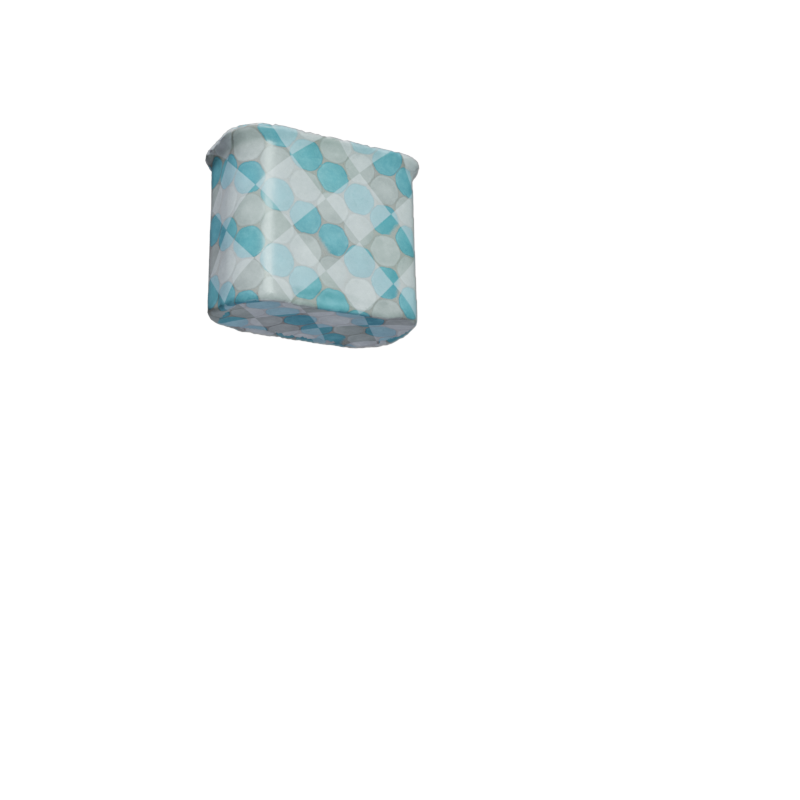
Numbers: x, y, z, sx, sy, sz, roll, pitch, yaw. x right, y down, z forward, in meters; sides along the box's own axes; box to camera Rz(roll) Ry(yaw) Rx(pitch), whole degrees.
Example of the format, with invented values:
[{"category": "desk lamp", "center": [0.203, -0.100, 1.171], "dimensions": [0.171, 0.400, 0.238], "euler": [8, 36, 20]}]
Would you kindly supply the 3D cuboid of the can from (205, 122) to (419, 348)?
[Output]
[{"category": "can", "center": [-0.041, -0.075, 0.523], "dimensions": [0.098, 0.088, 0.057], "euler": [8, -21, -27]}]
